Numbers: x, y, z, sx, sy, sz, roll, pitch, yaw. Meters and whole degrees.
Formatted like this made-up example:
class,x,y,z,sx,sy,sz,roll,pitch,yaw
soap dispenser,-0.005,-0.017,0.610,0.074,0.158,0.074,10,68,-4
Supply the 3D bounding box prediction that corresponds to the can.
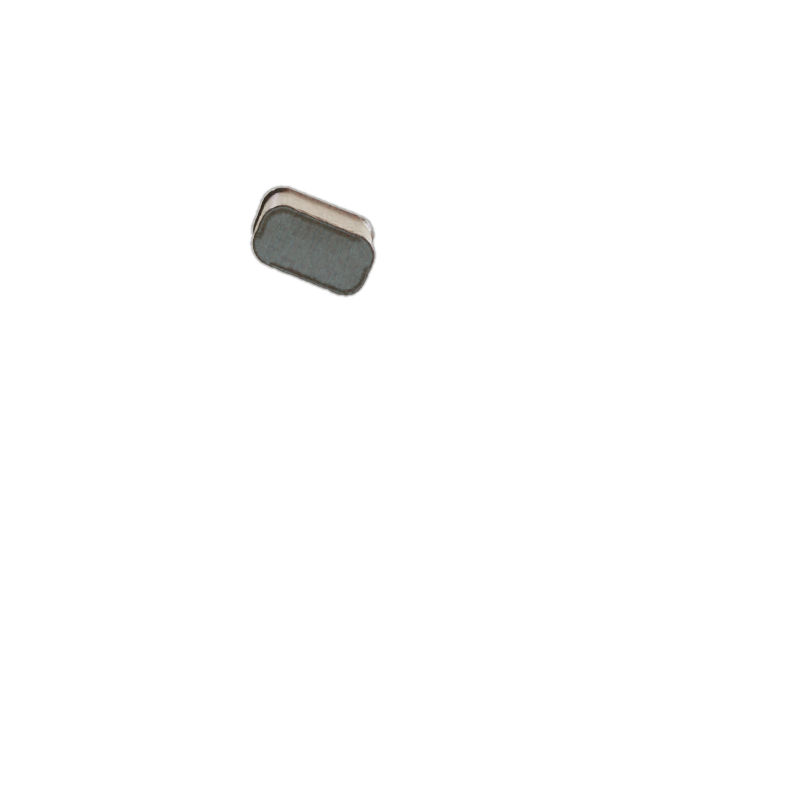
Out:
class,x,y,z,sx,sy,sz,roll,pitch,yaw
can,-0.071,-0.130,0.911,0.101,0.056,0.087,21,14,-7
